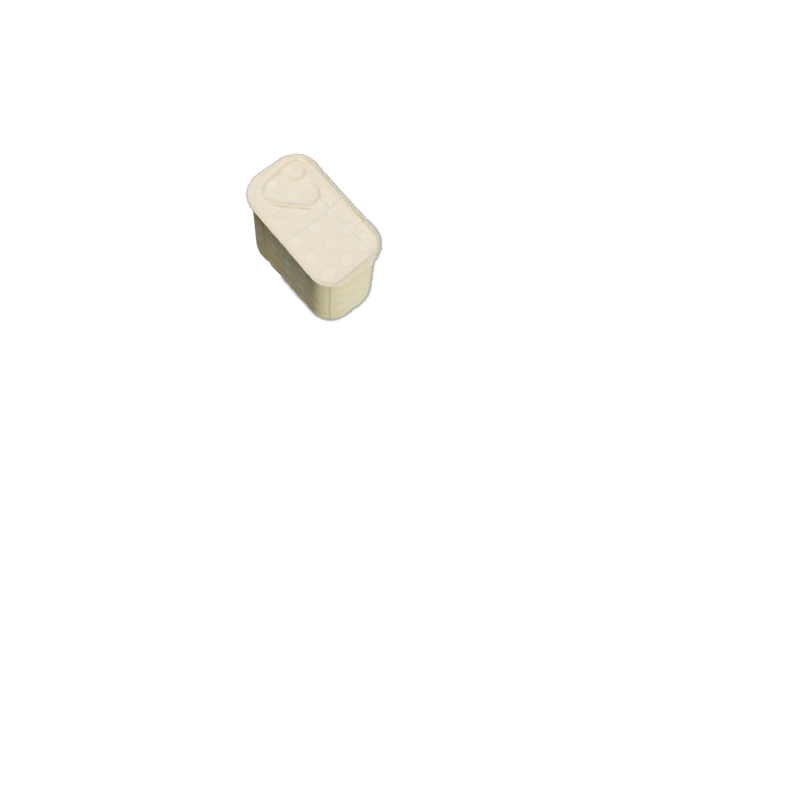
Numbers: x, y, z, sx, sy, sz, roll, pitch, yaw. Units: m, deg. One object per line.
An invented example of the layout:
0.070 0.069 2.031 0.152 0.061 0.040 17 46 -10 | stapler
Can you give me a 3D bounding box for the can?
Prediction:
-0.062 -0.114 0.795 0.058 0.106 0.080 -37 -15 -13 | can
